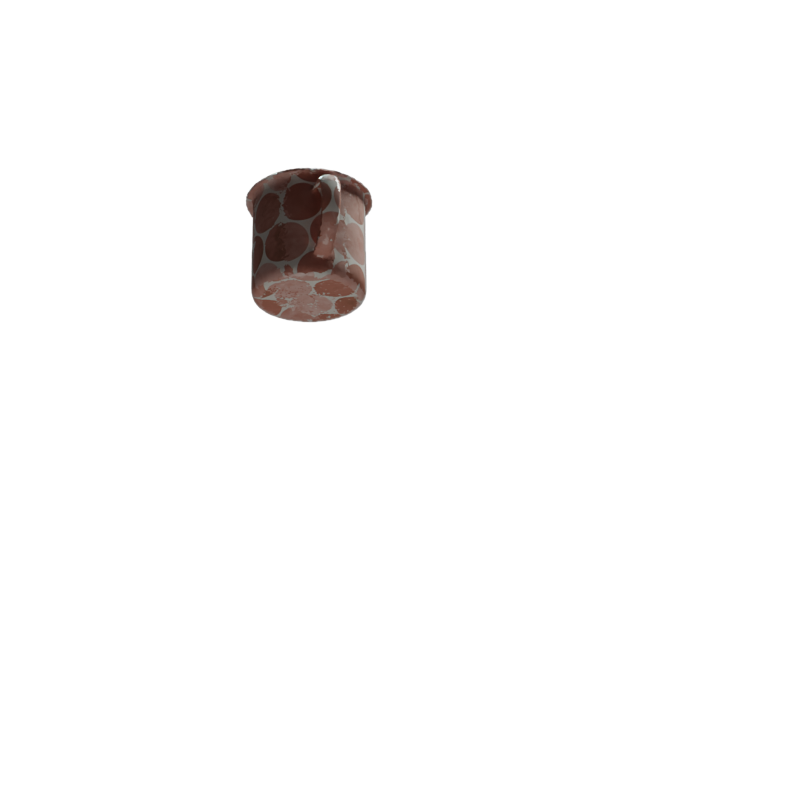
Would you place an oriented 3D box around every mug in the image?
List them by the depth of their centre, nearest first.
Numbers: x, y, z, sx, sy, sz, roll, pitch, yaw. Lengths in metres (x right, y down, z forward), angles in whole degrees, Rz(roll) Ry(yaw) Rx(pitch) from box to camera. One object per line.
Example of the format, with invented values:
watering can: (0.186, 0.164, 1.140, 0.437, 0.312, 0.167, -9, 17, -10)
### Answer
mug: (-0.062, -0.112, 0.786, 0.091, 0.086, 0.113, 7, -26, -17)
